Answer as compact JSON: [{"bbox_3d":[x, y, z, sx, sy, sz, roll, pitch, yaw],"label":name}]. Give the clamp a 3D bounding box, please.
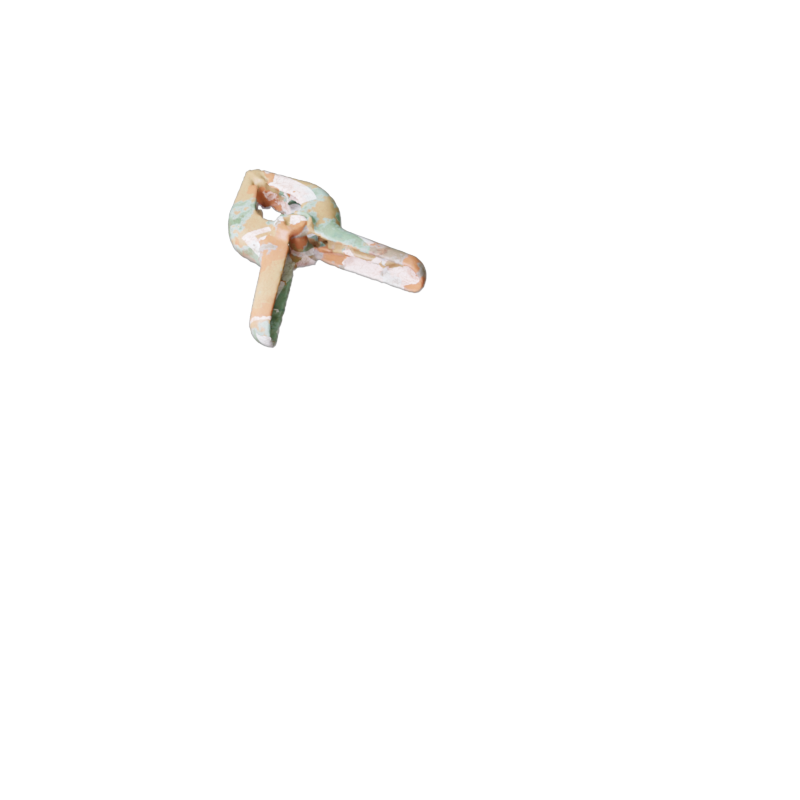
[{"bbox_3d":[-0.059,-0.108,0.758,0.119,0.036,0.186,-11,45,-12],"label":"clamp"}]
